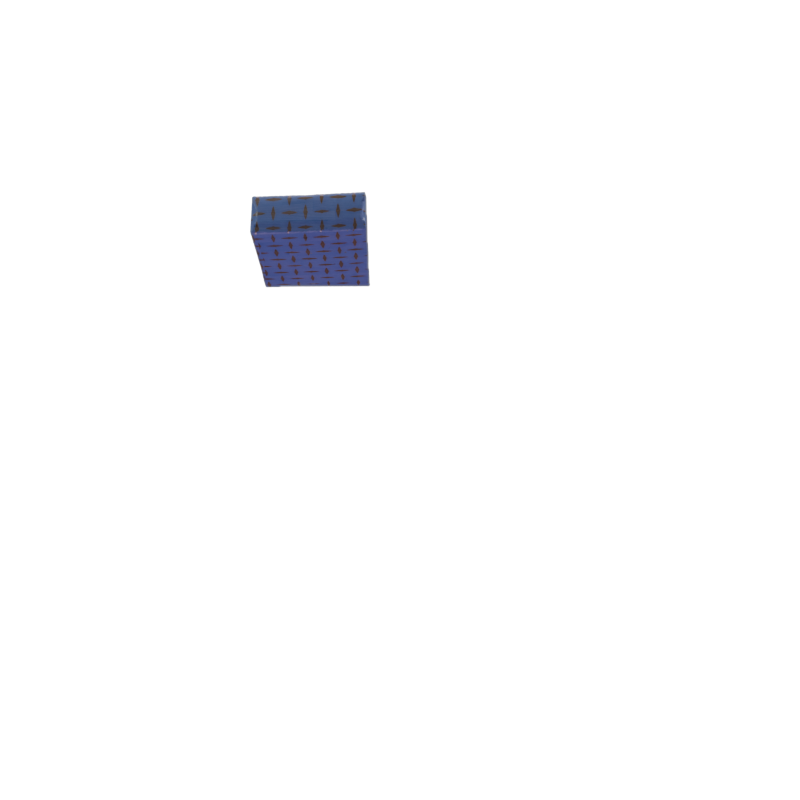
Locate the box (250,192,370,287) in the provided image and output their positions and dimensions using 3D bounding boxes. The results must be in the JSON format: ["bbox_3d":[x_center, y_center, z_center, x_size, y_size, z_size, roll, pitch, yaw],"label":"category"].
[{"bbox_3d":[-0.057,-0.105,0.734,0.073,0.032,0.084,-1,-20,2],"label":"box"}]
